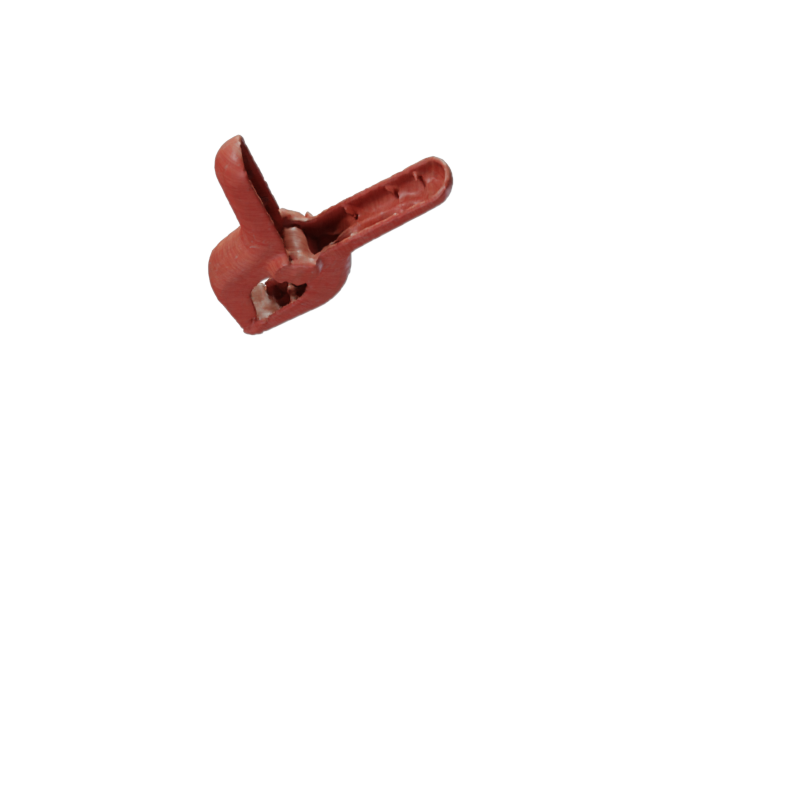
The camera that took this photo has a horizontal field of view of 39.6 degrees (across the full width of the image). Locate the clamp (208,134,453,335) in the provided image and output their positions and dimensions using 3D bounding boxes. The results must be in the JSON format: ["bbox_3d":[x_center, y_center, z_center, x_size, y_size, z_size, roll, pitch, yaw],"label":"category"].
[{"bbox_3d":[-0.046,-0.085,0.592,0.118,0.041,0.165,5,-23,-12],"label":"clamp"}]
